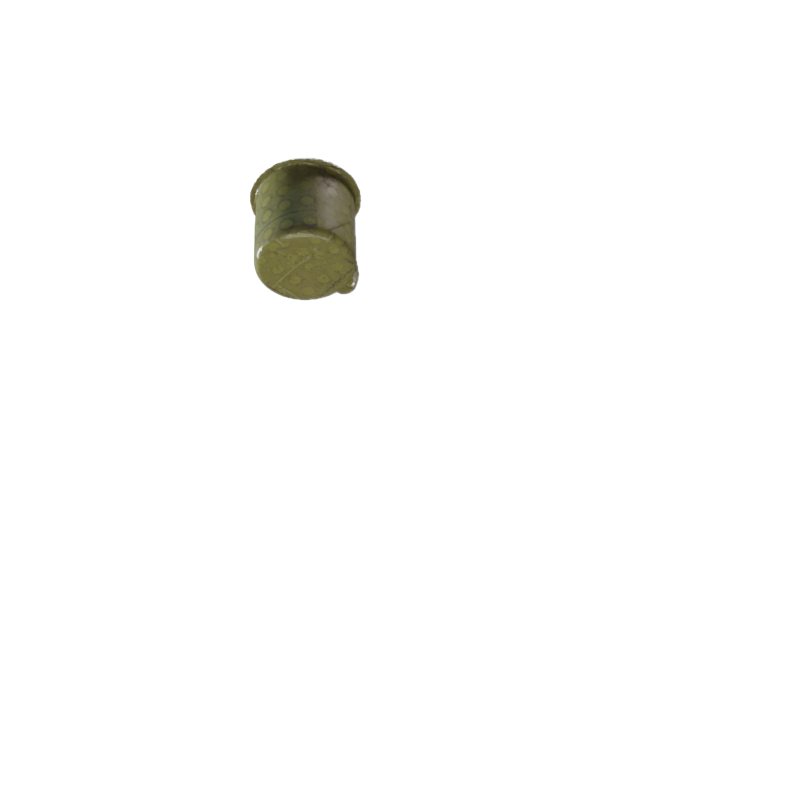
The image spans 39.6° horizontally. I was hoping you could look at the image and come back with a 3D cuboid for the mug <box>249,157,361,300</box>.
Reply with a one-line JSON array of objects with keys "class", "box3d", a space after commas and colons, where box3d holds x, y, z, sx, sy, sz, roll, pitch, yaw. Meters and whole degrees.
[{"class": "mug", "box3d": [-0.071, -0.130, 0.908, 0.094, 0.087, 0.108, -23, -46, 22]}]
